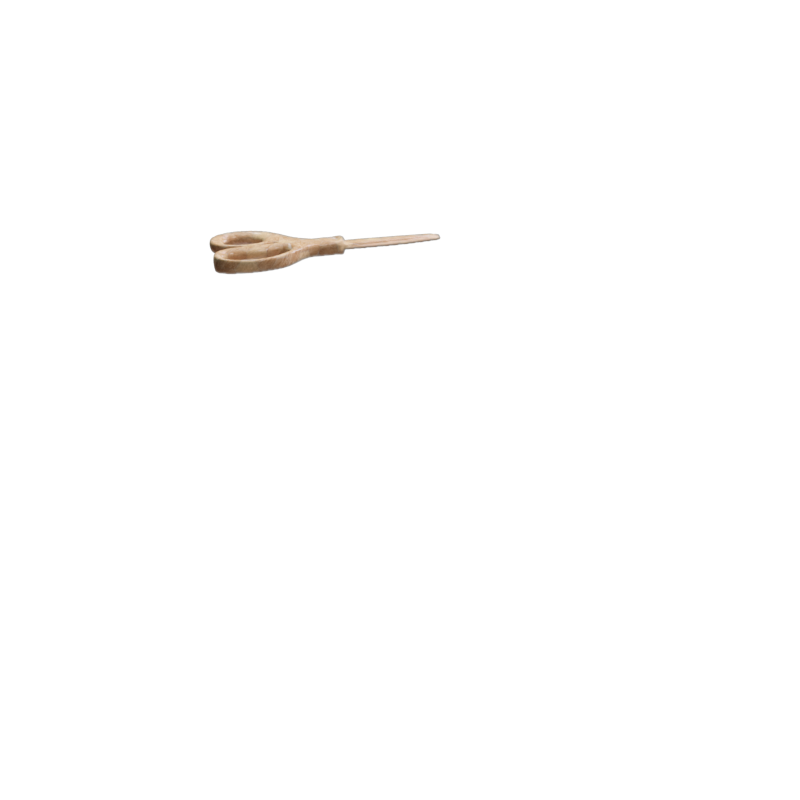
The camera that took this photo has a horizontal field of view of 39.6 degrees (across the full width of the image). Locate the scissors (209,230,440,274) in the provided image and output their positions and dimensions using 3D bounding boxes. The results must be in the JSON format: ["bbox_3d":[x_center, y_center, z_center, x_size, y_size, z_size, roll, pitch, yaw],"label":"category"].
[{"bbox_3d":[-0.074,-0.135,0.947,0.197,0.015,0.103,-15,27,-31],"label":"scissors"}]
